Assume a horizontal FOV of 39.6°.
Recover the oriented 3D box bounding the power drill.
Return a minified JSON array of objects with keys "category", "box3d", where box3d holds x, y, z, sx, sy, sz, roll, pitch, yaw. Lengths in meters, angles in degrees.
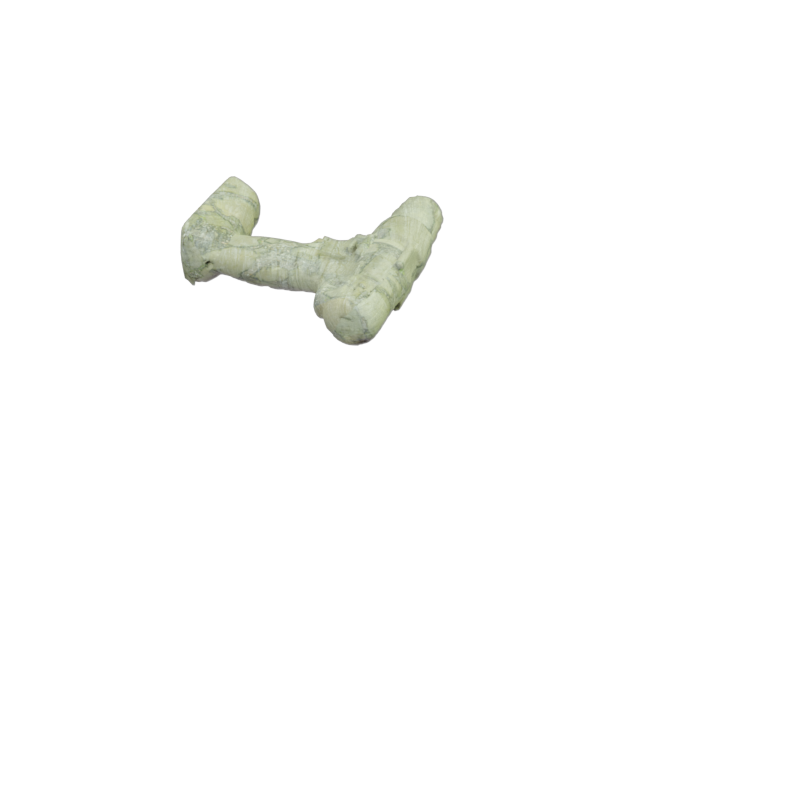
[{"category":"power drill","box3d":[-0.072,-0.131,0.914,0.194,0.054,0.191,14,40,17]}]
